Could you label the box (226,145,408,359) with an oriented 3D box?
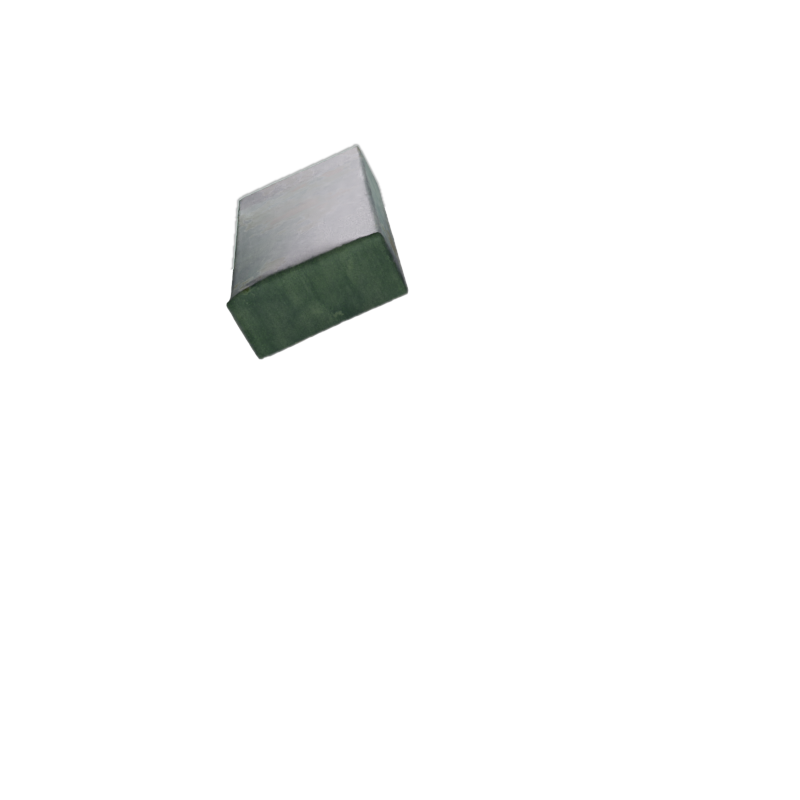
[{"bbox_3d":[-0.052,-0.095,0.669,0.093,0.045,0.185,-23,24,7],"label":"box"}]
